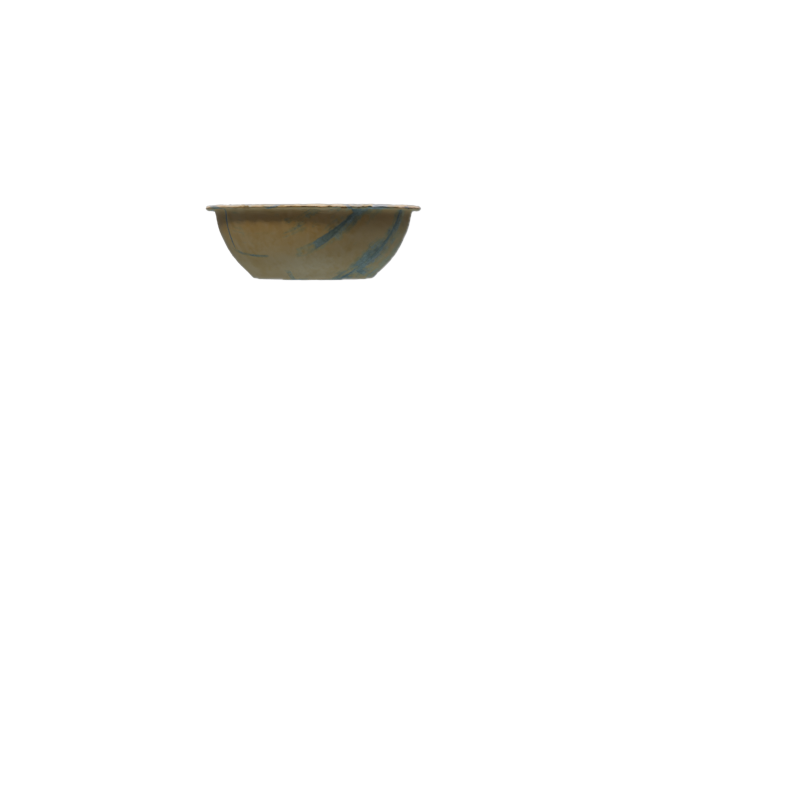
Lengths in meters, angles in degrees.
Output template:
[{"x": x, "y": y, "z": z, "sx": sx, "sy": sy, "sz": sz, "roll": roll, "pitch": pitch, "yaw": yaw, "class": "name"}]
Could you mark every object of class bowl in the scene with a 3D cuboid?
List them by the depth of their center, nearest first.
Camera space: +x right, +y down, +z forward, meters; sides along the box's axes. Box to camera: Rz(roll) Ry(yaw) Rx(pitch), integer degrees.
[{"x": -0.065, "y": -0.119, "z": 0.833, "sx": 0.162, "sy": 0.055, "sz": 0.164, "roll": 0, "pitch": 7, "yaw": -2, "class": "bowl"}]
